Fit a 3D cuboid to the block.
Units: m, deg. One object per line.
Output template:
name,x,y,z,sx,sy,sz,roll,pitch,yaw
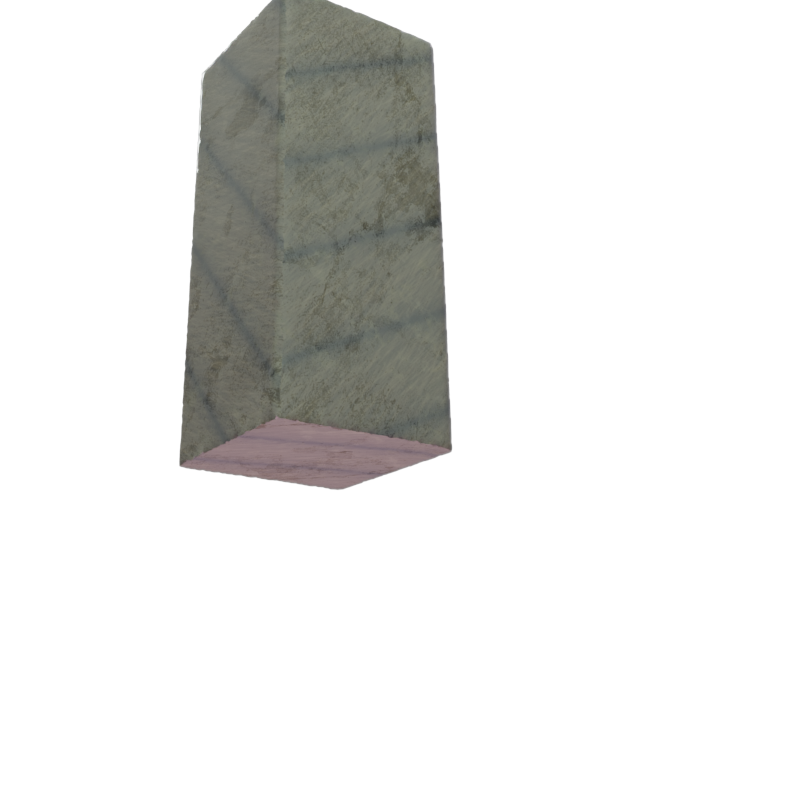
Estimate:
block,-0.040,-0.074,0.520,0.086,0.218,0.090,14,-28,-32
